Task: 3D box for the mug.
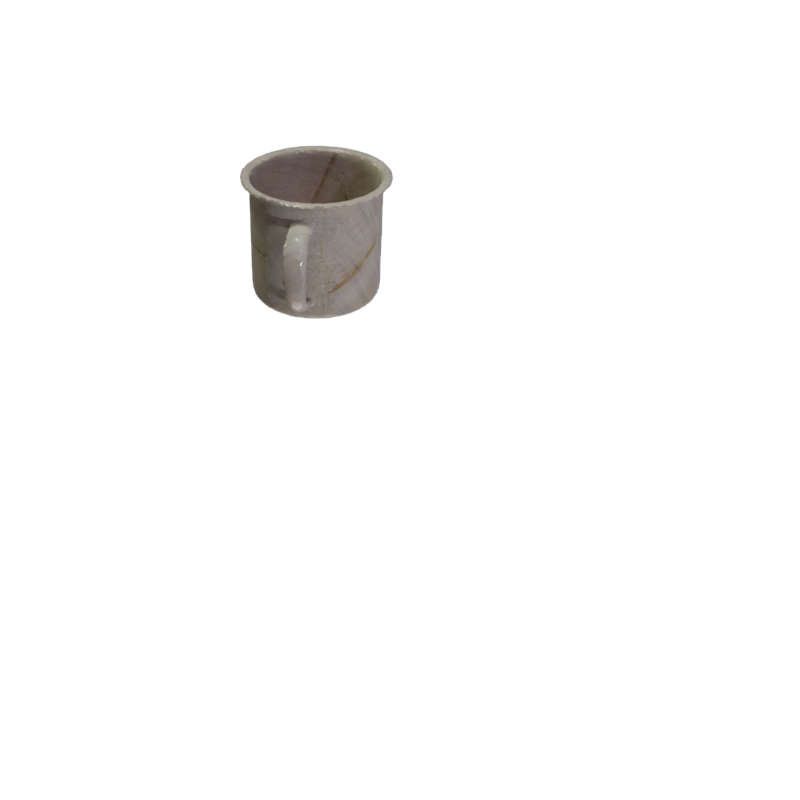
[{"bbox_3d":[-0.053,-0.097,0.682,0.094,0.077,0.123,4,32,4],"label":"mug"}]
